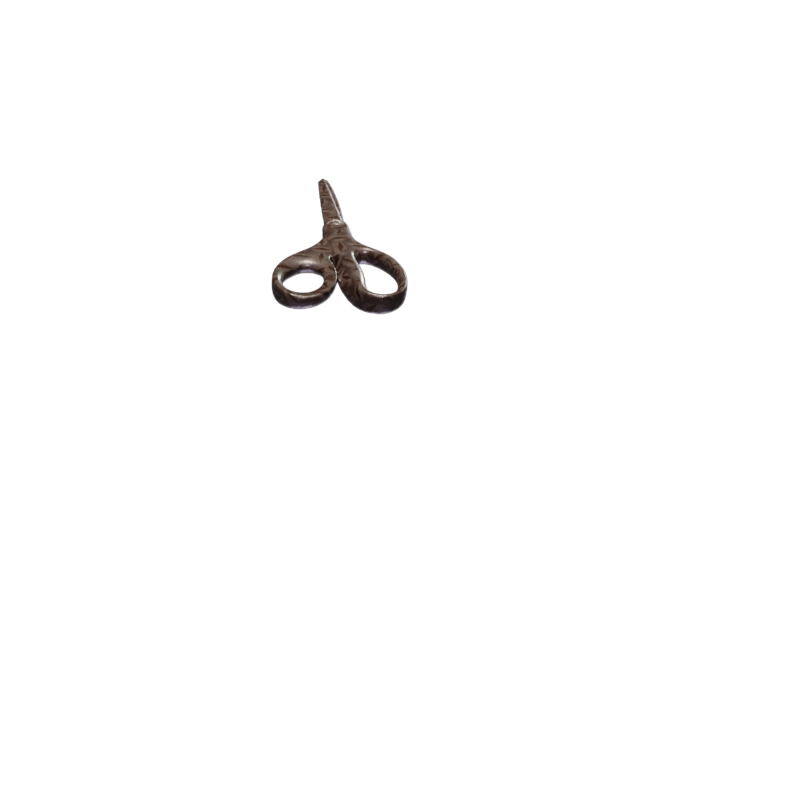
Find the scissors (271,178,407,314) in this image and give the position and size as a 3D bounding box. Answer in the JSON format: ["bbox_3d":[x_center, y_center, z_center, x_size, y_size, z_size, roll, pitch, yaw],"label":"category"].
[{"bbox_3d":[-0.061,-0.110,0.773,0.095,0.015,0.217,-12,34,-19],"label":"scissors"}]
